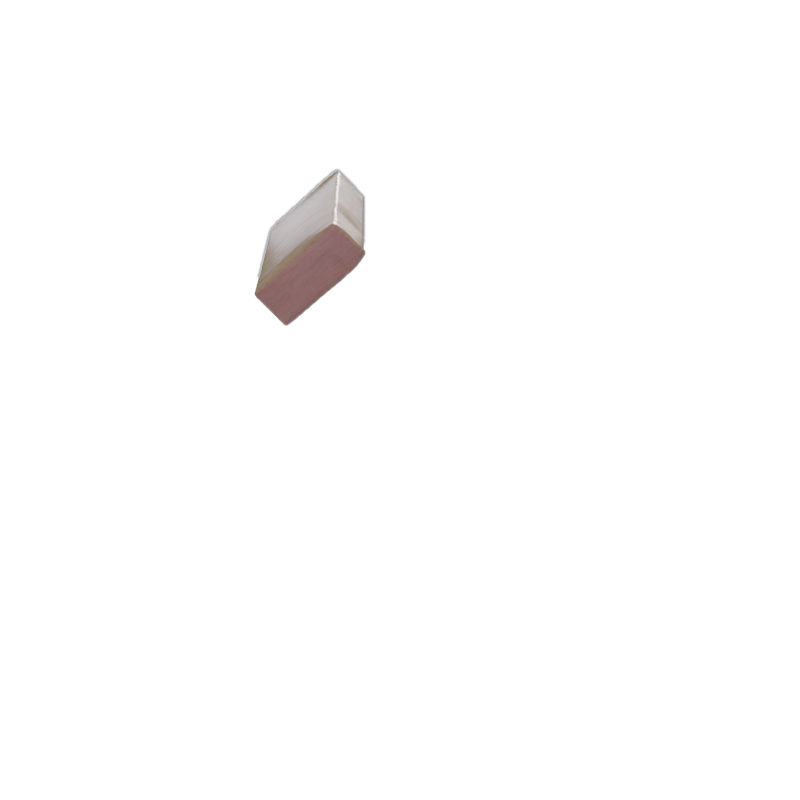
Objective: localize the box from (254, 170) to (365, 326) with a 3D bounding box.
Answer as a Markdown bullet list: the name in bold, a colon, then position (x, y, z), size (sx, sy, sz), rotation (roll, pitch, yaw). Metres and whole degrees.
- **box**: position (-0.077, -0.140, 0.979), size (0.093, 0.046, 0.186), rotation (-40, 22, 14)
